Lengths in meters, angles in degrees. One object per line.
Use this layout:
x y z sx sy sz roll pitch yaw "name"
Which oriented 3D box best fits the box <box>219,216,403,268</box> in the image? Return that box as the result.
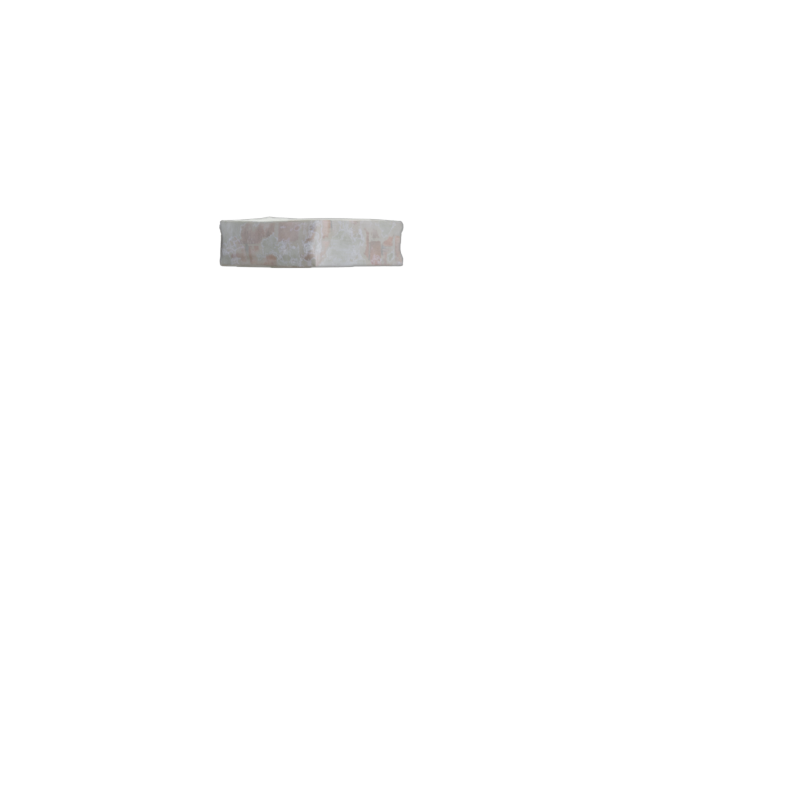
-0.051 -0.094 0.658 0.076 0.030 0.087 6 10 36 "box"
